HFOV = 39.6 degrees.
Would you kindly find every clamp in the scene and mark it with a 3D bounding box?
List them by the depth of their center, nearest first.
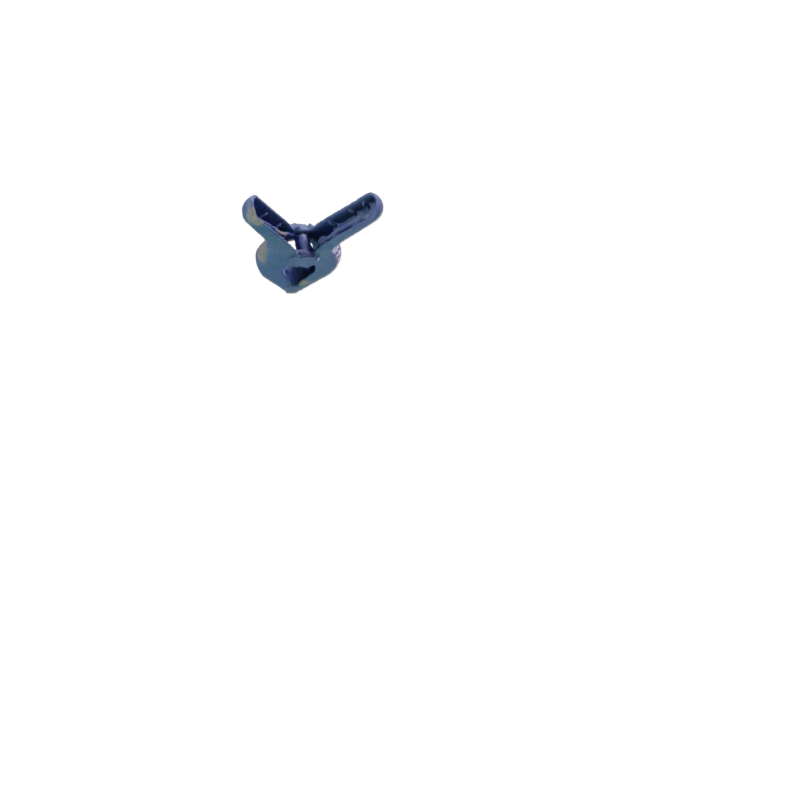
[{"bbox_3d":[-0.078,-0.143,1.000,0.120,0.041,0.164,1,-16,-3],"label":"clamp"}]
